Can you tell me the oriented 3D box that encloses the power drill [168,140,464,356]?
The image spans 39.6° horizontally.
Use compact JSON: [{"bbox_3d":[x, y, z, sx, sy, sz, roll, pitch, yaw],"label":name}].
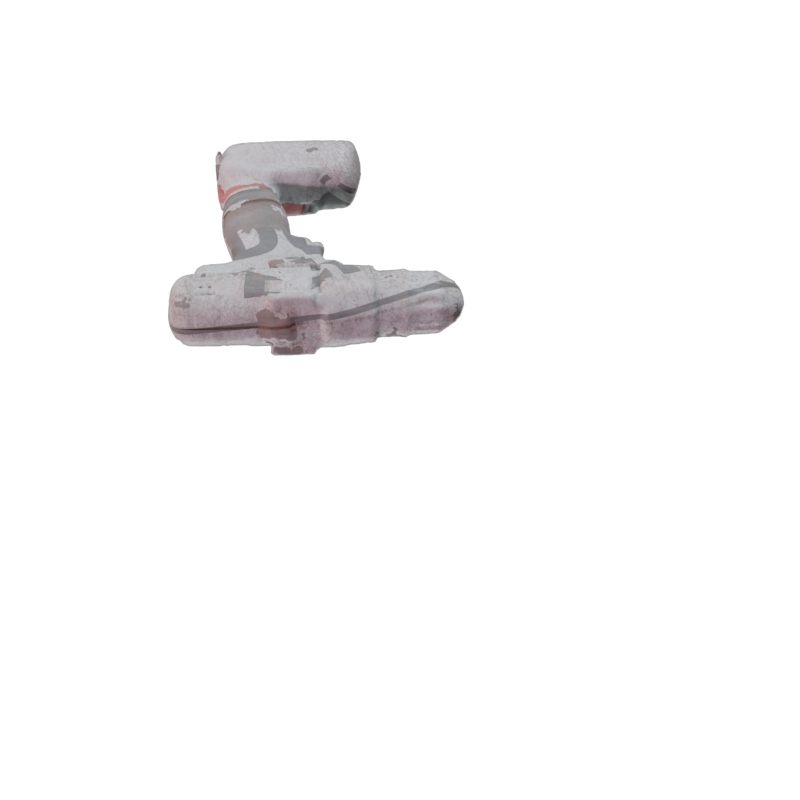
[{"bbox_3d":[-0.059,-0.107,0.749,0.184,0.054,0.201,-2,40,-3],"label":"power drill"}]
